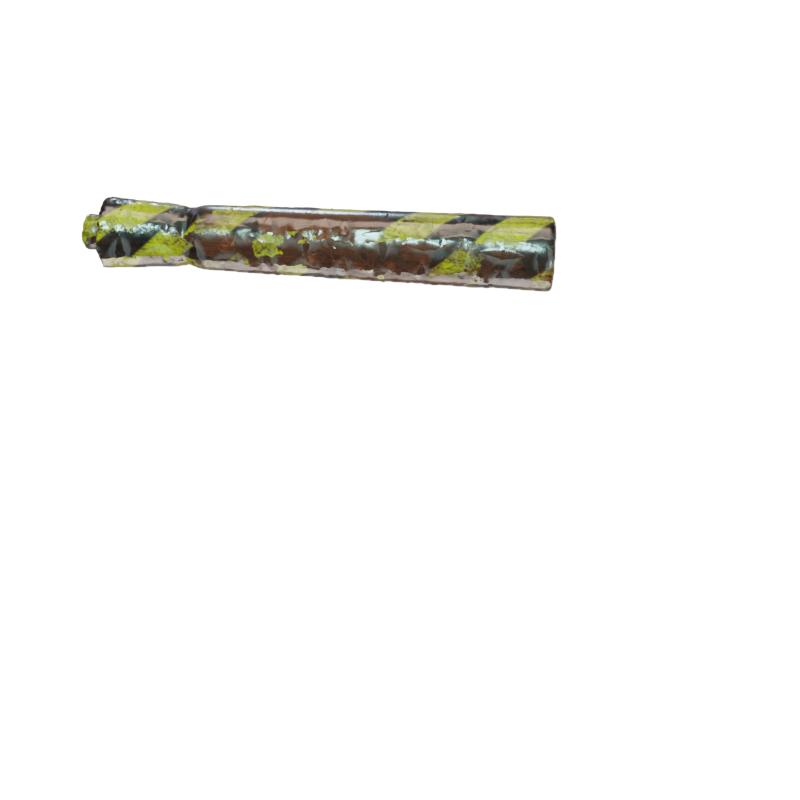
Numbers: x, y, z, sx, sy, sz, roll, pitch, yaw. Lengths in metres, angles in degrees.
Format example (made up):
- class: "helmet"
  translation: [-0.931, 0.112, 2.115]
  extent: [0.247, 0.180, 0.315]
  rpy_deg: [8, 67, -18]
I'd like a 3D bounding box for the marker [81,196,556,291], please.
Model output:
- class: "marker"
  translation: [-0.022, -0.041, 0.285]
  extent: [0.122, 0.020, 0.020]
  rpy_deg: [4, 4, 8]
